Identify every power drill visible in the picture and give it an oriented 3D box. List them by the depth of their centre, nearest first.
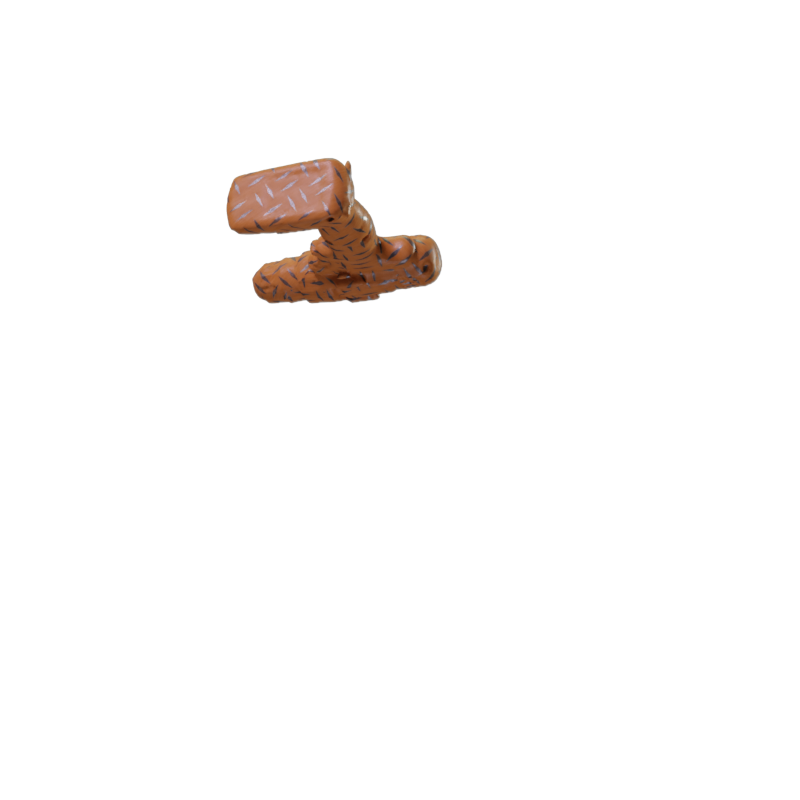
[{"bbox_3d":[-0.076,-0.138,0.968,0.188,0.060,0.175,-8,-20,21],"label":"power drill"}]
